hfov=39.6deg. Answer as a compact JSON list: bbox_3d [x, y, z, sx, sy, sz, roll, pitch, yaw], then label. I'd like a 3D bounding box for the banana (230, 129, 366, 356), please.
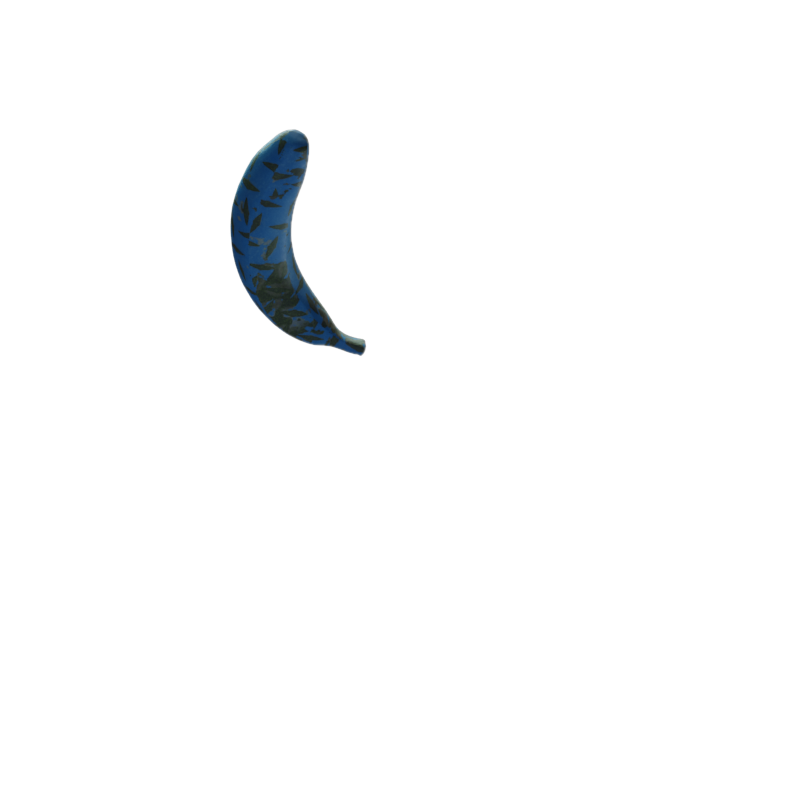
[{"bbox_3d":[-0.072,-0.094,0.695,0.070,0.039,0.183,-7,-38,8],"label":"banana"}]
